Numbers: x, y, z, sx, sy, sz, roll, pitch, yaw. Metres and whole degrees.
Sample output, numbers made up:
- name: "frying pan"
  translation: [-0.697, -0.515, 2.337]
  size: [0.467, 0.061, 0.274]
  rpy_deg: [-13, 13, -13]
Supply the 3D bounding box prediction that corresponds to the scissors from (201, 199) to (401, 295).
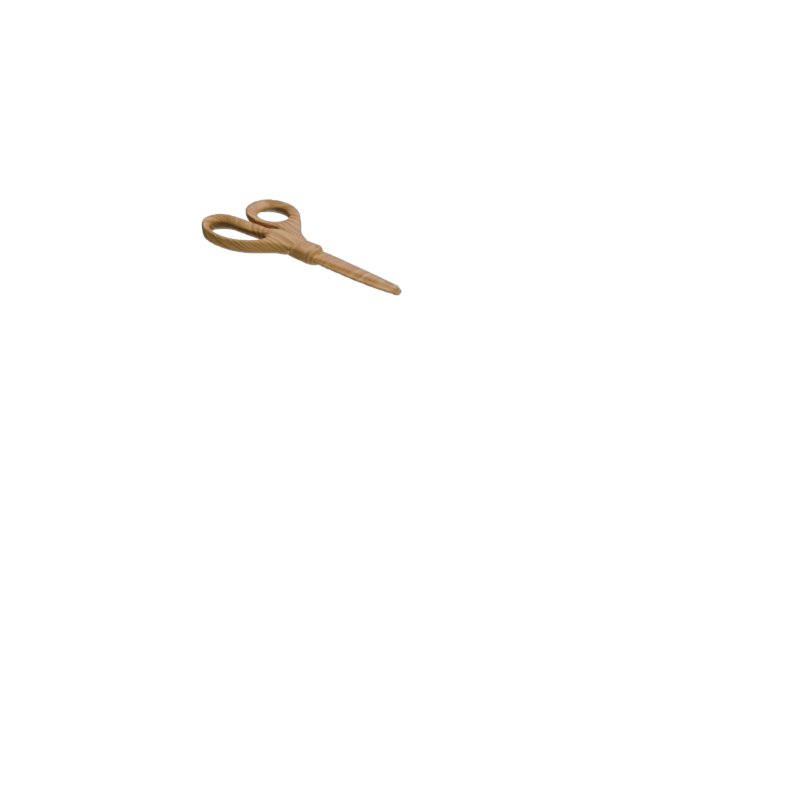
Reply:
- name: "scissors"
  translation: [-0.074, -0.136, 0.951]
  size: [0.210, 0.015, 0.098]
  rpy_deg: [16, 37, 22]
